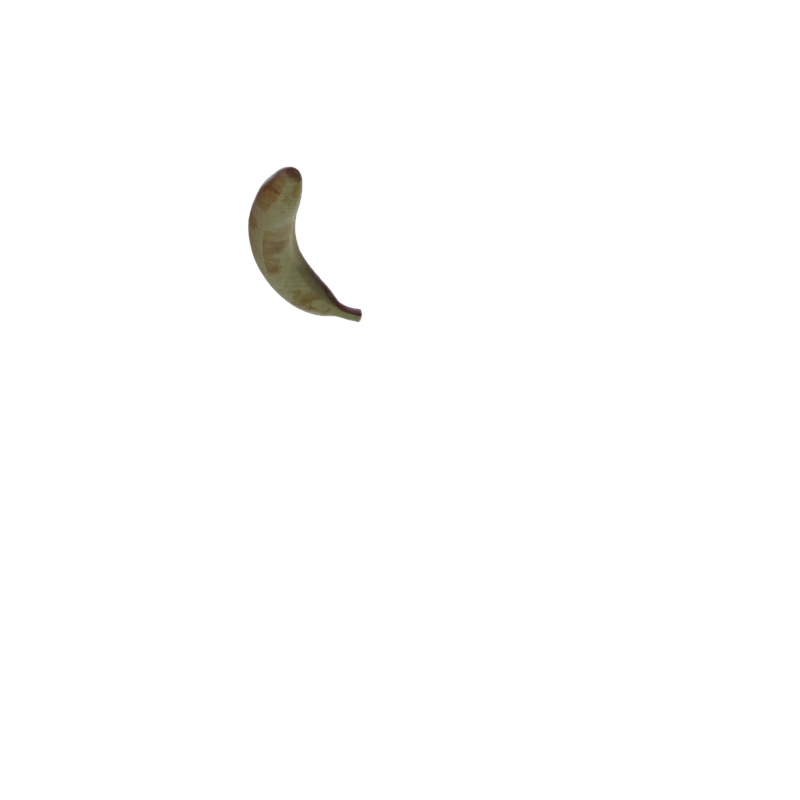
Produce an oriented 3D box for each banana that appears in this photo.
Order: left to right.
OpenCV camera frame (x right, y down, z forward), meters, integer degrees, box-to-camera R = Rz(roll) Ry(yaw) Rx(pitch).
[{"bbox_3d":[-0.087,-0.123,0.899,0.070,0.039,0.183,-8,-32,12],"label":"banana"}]
